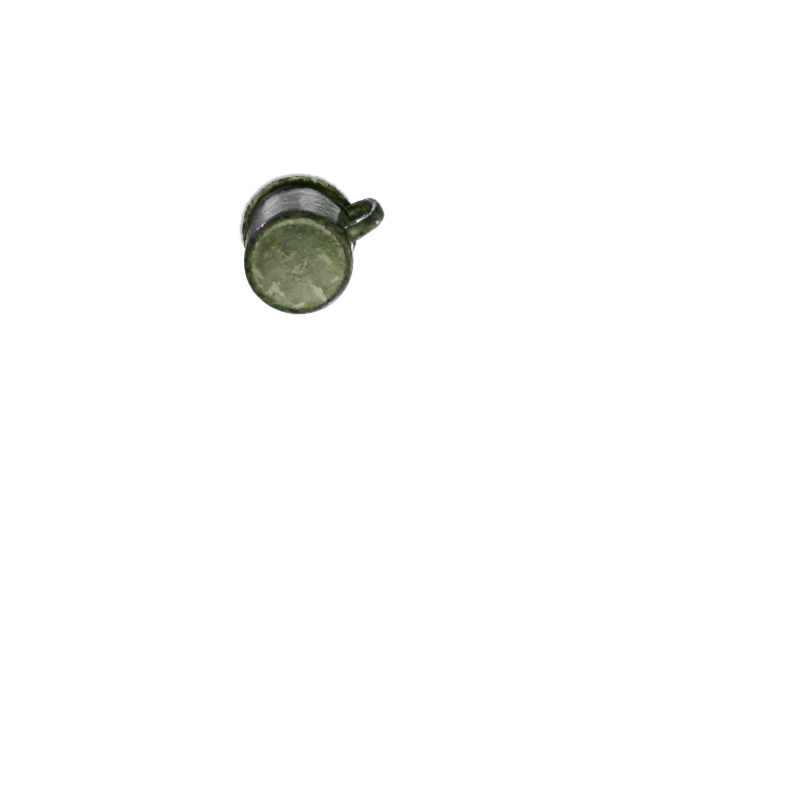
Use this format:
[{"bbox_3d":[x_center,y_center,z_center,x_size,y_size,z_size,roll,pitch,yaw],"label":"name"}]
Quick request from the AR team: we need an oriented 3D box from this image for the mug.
[{"bbox_3d":[-0.066,-0.121,0.848,0.117,0.089,0.086,-21,23,7],"label":"mug"}]
